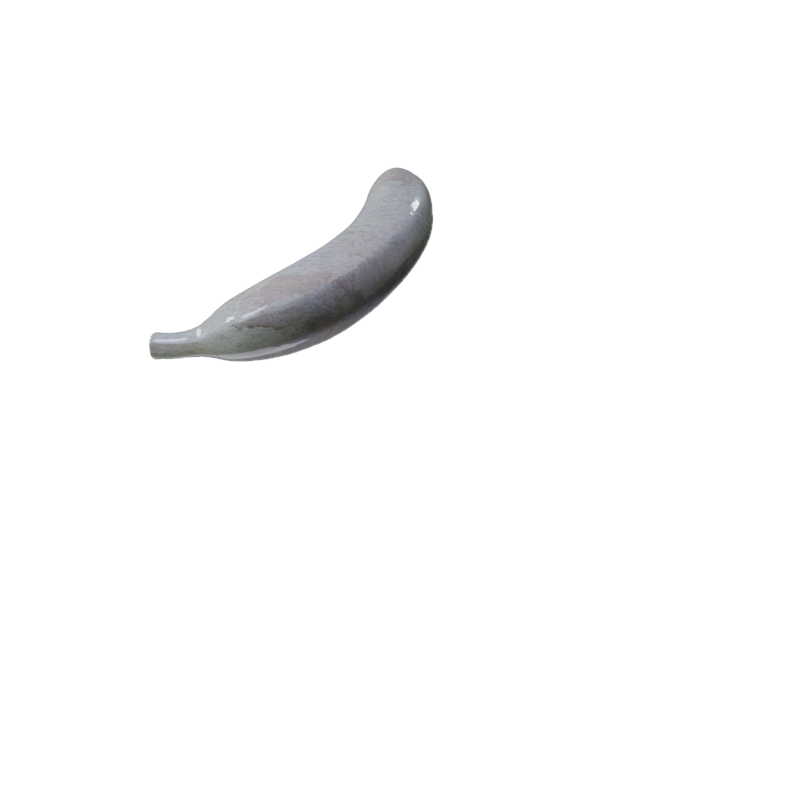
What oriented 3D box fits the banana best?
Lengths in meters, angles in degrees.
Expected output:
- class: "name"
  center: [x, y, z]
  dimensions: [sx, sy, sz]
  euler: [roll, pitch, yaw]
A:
- class: "banana"
  center: [-0.028, -0.068, 0.521]
  dimensions: [0.073, 0.034, 0.200]
  euler: [20, 39, 26]
